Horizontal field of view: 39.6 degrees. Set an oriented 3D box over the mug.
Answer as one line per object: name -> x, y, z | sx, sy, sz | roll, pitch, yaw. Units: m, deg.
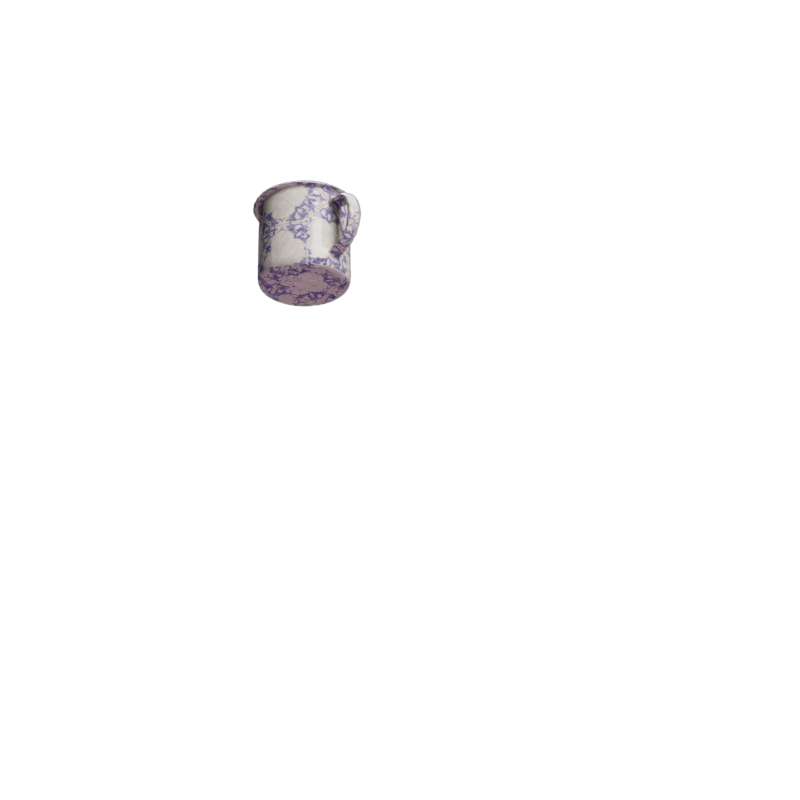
mug -> -0.076, -0.139, 0.975 | 0.087, 0.087, 0.117 | 24, -36, -39
